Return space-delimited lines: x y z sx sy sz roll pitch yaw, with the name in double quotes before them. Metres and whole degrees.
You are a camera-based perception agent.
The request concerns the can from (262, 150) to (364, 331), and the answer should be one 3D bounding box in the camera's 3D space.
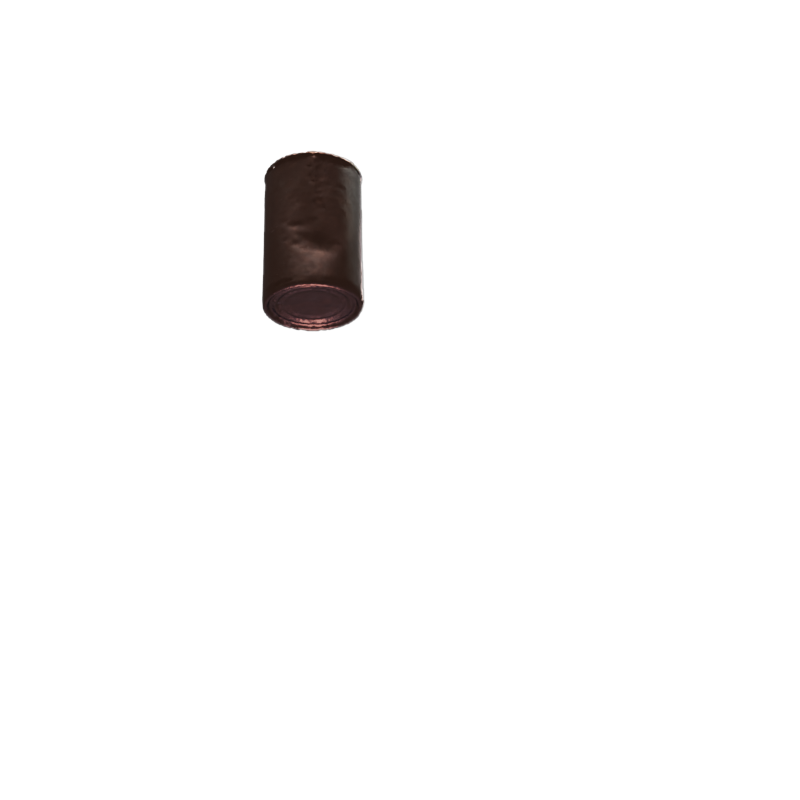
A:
"can" -0.058 -0.106 0.743 0.068 0.109 0.064 0 -28 -2
